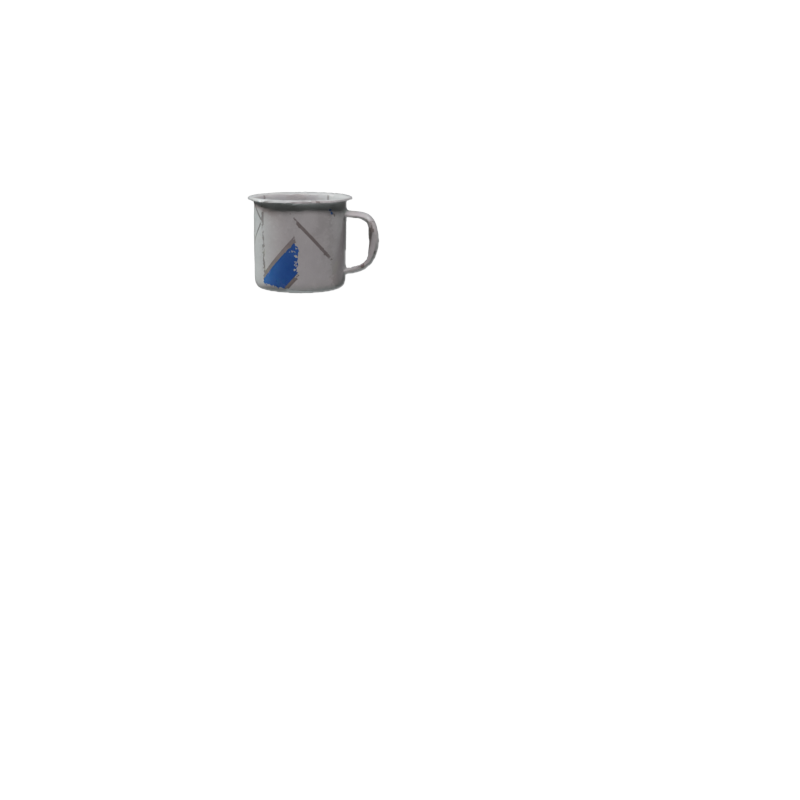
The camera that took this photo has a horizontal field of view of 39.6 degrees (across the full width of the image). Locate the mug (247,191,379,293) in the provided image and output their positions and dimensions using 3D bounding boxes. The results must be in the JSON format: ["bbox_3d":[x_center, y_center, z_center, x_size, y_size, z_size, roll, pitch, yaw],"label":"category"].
[{"bbox_3d":[-0.077,-0.141,0.986,0.118,0.080,0.095,2,12,6],"label":"mug"}]
